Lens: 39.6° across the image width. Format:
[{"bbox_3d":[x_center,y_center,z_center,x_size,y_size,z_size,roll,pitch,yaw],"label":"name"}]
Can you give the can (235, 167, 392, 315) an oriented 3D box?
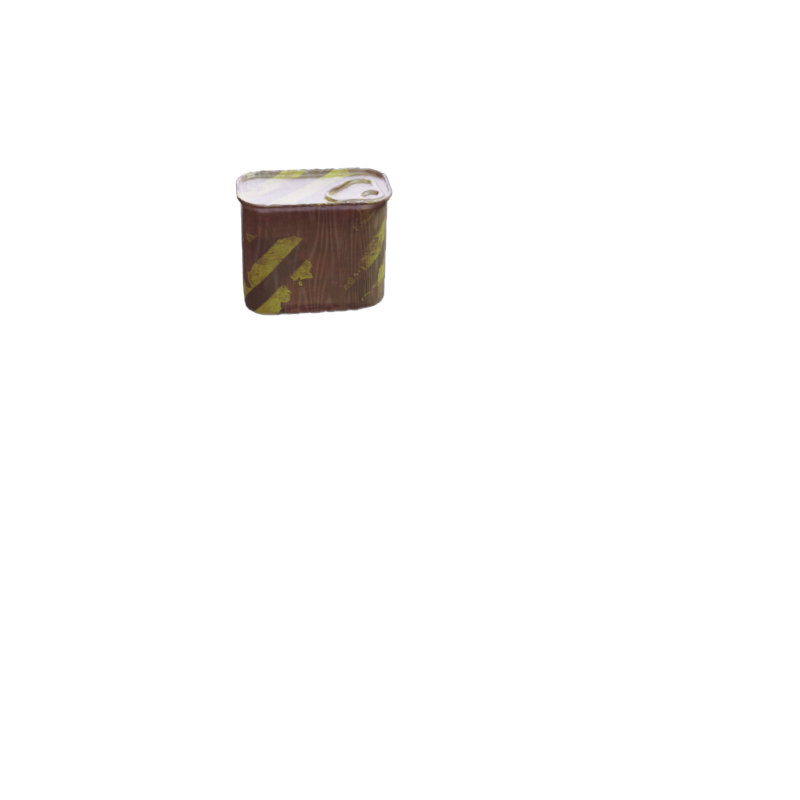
[{"bbox_3d":[-0.058,-0.107,0.748,0.101,0.079,0.061,-3,30,-6],"label":"can"}]
